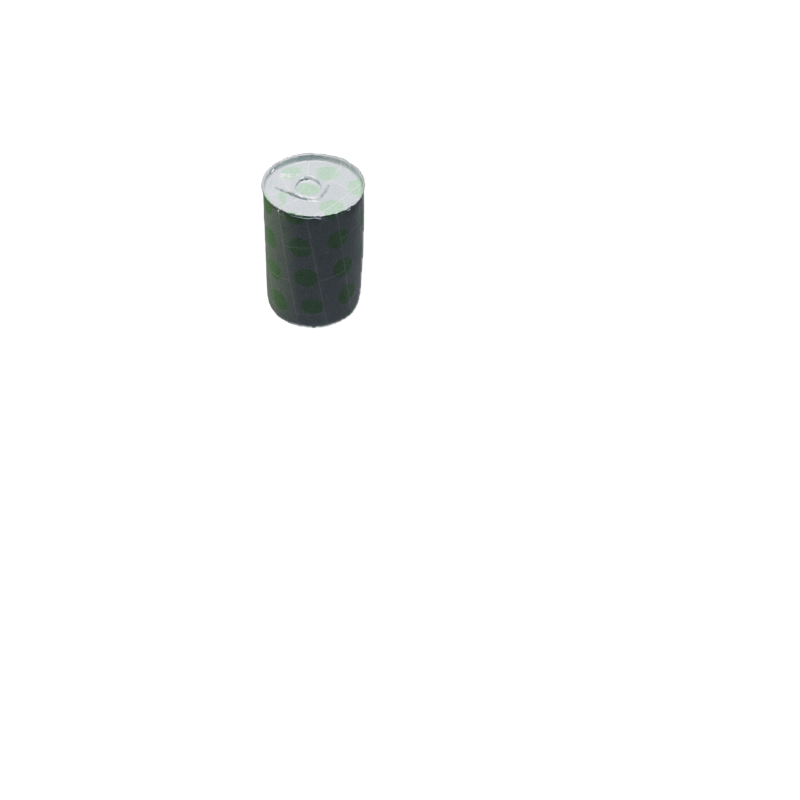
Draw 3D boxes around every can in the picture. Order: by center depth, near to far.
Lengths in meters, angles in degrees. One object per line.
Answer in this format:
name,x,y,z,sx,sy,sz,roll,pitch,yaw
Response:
can,-0.059,-0.108,0.757,0.068,0.095,0.074,0,45,-3
